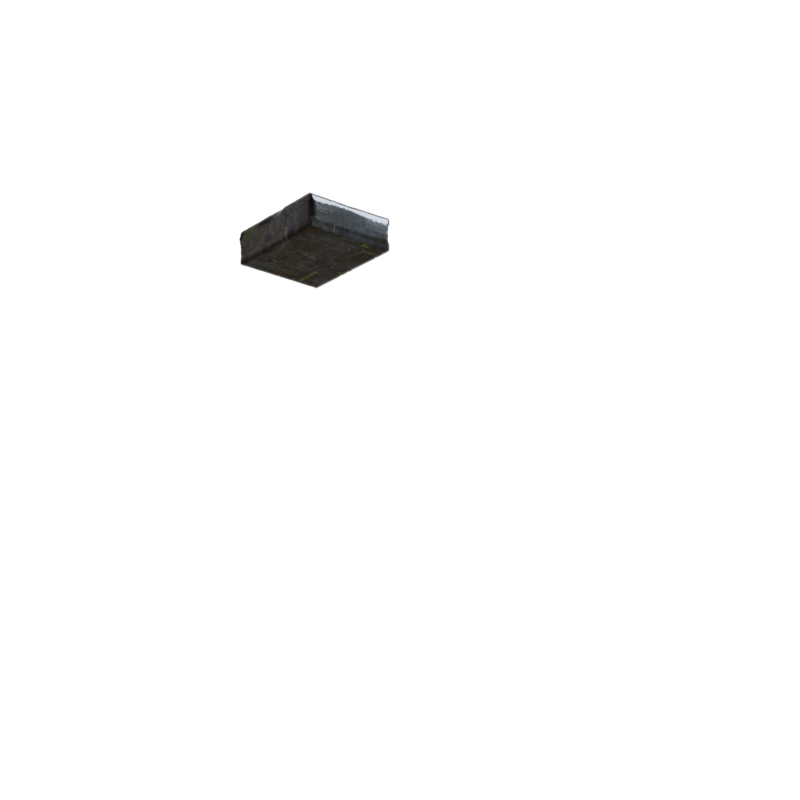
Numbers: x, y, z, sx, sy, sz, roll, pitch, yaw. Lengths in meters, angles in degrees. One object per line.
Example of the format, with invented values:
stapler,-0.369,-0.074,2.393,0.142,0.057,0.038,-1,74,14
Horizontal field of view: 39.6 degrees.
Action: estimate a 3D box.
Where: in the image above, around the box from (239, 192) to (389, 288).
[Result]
box,-0.064,-0.116,0.810,0.069,0.032,0.090,14,-23,-37
